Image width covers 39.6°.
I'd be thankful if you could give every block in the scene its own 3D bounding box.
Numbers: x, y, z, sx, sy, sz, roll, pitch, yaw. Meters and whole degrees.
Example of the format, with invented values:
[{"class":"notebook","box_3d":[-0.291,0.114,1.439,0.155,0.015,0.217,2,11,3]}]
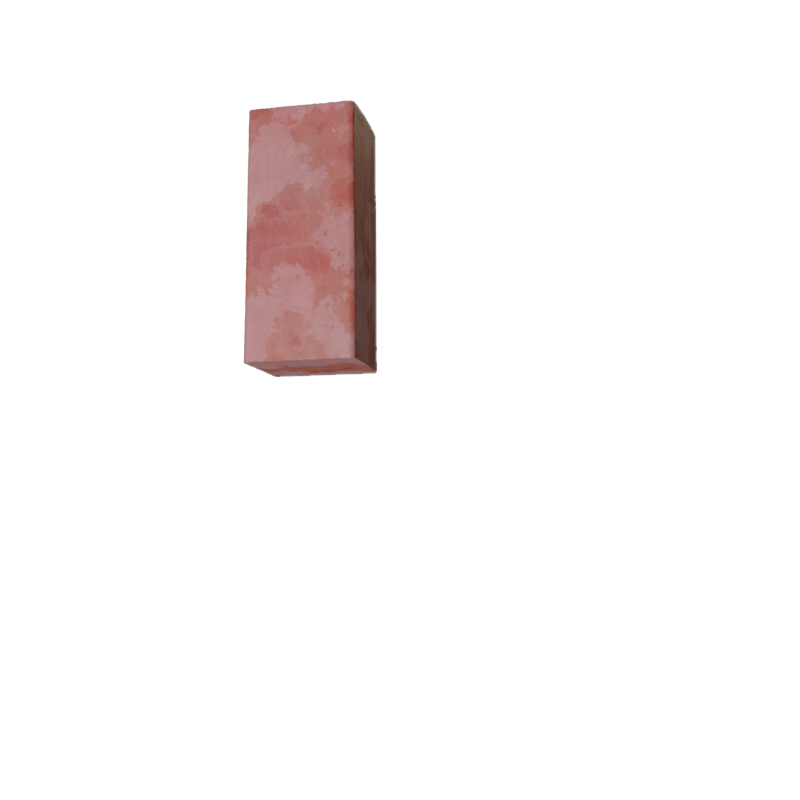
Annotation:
[{"class":"block","box_3d":[-0.070,-0.129,0.901,0.092,0.213,0.086,-4,-13,12]}]
